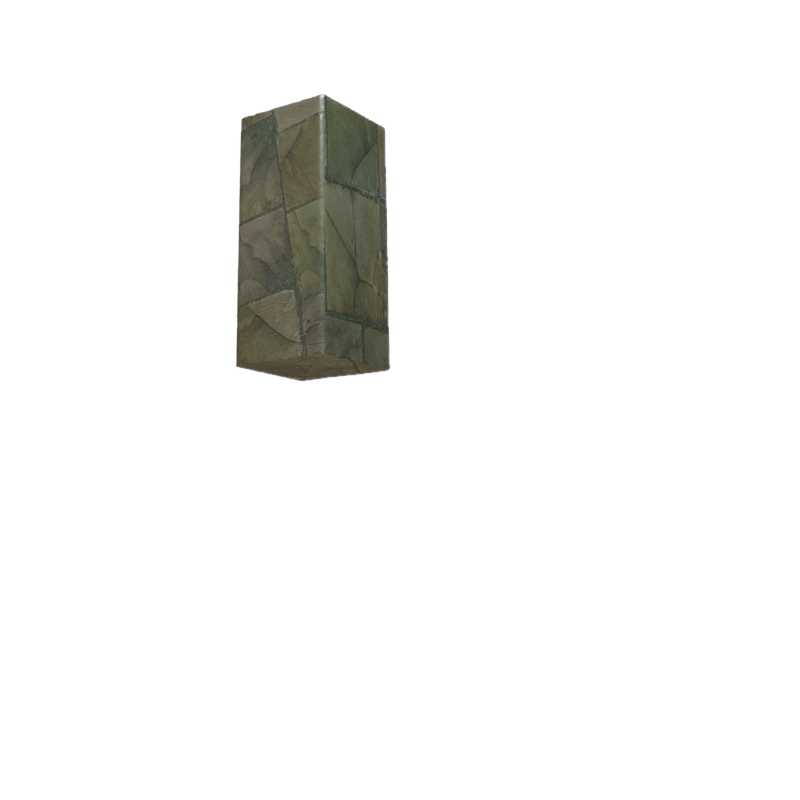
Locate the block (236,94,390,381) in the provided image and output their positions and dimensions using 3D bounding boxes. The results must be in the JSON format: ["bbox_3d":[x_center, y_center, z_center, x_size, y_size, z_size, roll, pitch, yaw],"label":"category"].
[{"bbox_3d":[-0.070,-0.127,0.892,0.092,0.214,0.085,-11,-18,33],"label":"block"}]
